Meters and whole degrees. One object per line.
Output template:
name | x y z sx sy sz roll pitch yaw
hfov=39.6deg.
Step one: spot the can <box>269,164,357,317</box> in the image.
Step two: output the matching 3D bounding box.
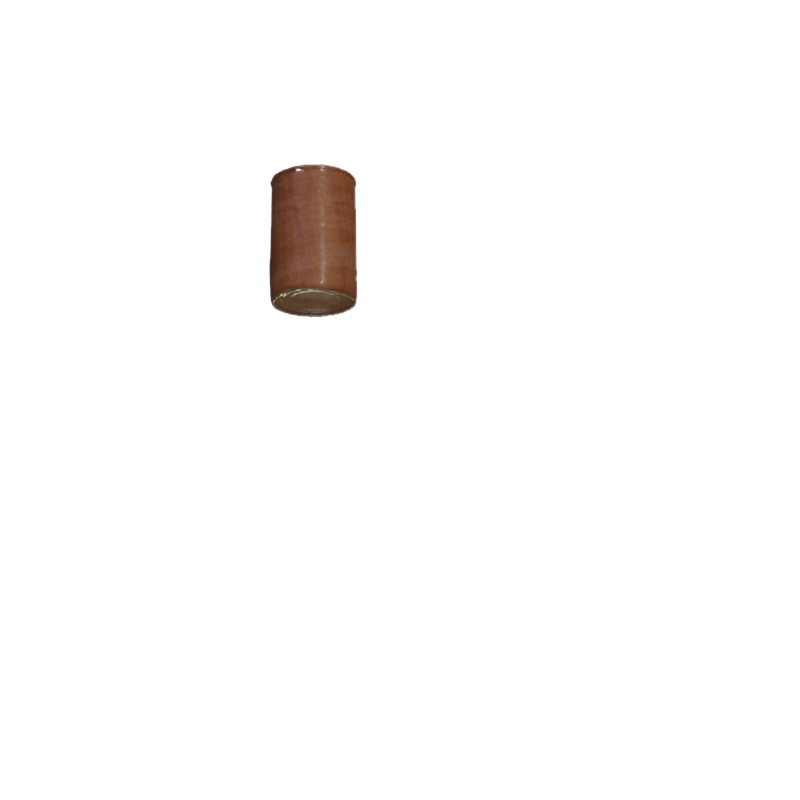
can | -0.067 -0.123 0.860 0.068 0.107 0.065 0 -20 -2
